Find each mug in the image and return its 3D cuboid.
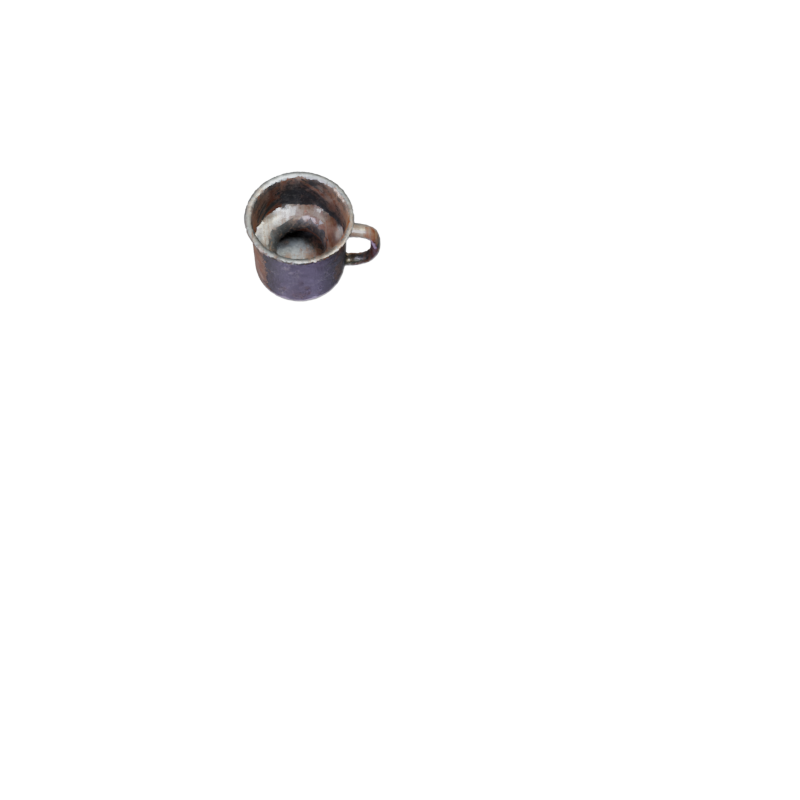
[{"bbox_3d":[-0.076,-0.138,0.969,0.117,0.099,0.077,2,-28,-1],"label":"mug"}]
